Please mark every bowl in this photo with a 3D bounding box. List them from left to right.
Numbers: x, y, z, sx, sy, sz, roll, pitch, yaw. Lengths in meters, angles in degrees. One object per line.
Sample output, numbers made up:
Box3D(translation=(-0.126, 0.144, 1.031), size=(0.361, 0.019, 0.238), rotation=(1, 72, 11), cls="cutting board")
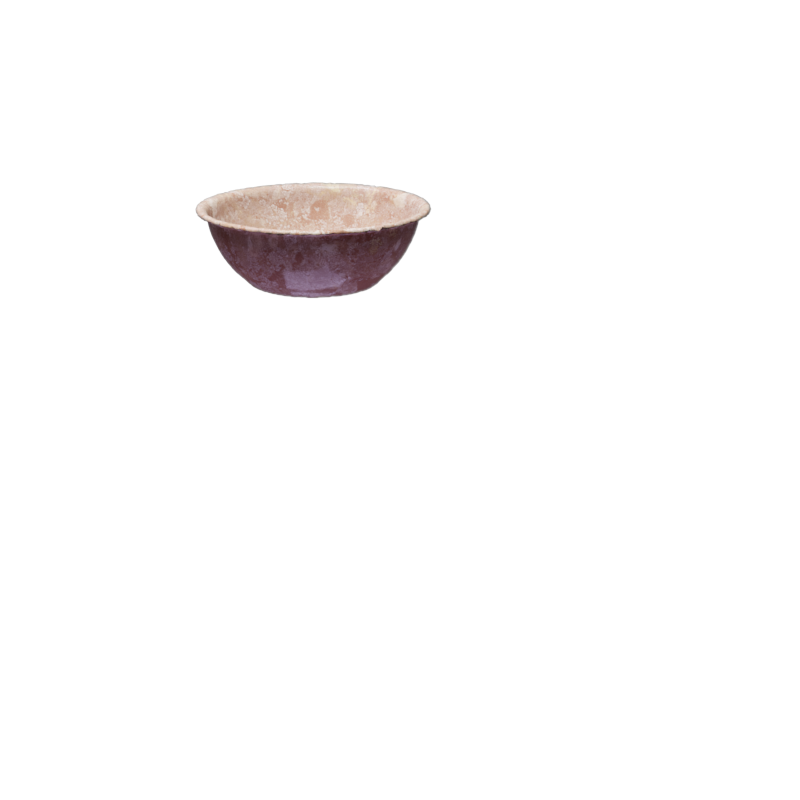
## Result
Box3D(translation=(-0.060, -0.109, 0.767), size=(0.162, 0.053, 0.169), rotation=(-1, 21, -2), cls="bowl")
